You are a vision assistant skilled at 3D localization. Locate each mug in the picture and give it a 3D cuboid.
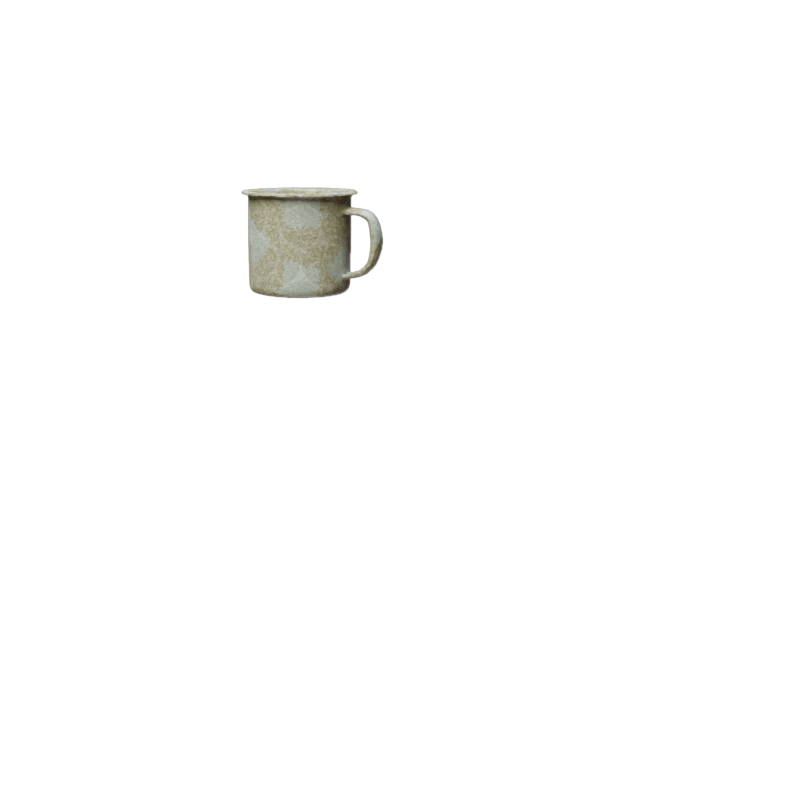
[{"bbox_3d":[-0.069,-0.126,0.880,0.121,0.080,0.092,5,11,21],"label":"mug"}]
